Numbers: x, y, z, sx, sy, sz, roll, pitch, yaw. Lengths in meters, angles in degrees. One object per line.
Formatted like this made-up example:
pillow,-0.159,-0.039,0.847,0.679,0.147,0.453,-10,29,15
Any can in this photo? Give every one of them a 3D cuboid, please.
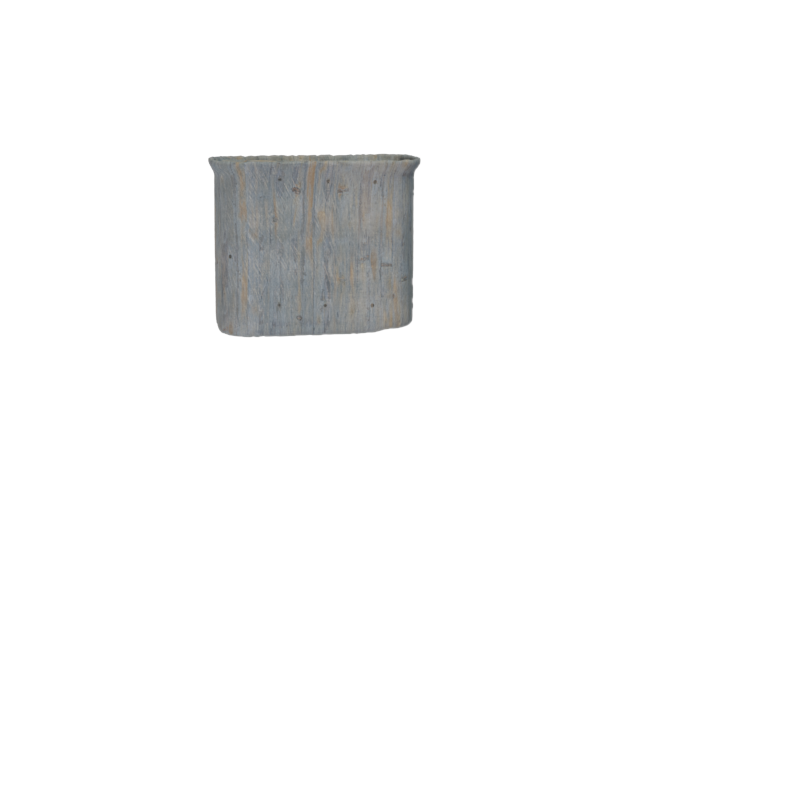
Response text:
can,-0.043,-0.078,0.546,0.101,0.082,0.059,-2,10,-9
